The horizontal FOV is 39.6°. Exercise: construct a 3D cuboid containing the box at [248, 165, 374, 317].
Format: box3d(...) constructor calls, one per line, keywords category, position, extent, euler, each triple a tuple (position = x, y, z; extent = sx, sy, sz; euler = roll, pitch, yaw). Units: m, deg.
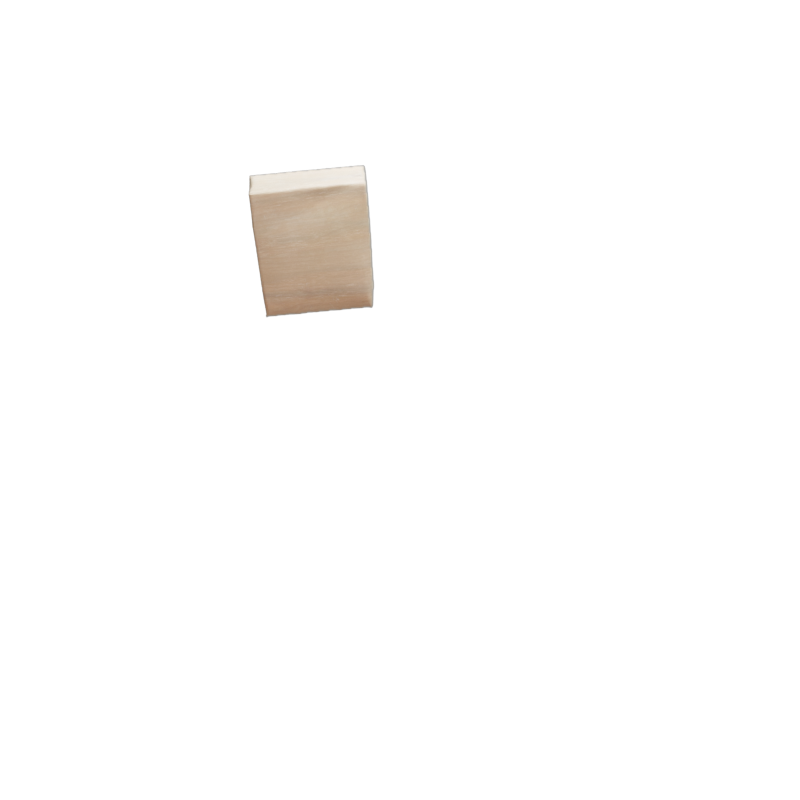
box3d(category="box", position=(-0.067, -0.123, 0.860), extent=(0.090, 0.107, 0.041), euler=(-4, 28, 1))
